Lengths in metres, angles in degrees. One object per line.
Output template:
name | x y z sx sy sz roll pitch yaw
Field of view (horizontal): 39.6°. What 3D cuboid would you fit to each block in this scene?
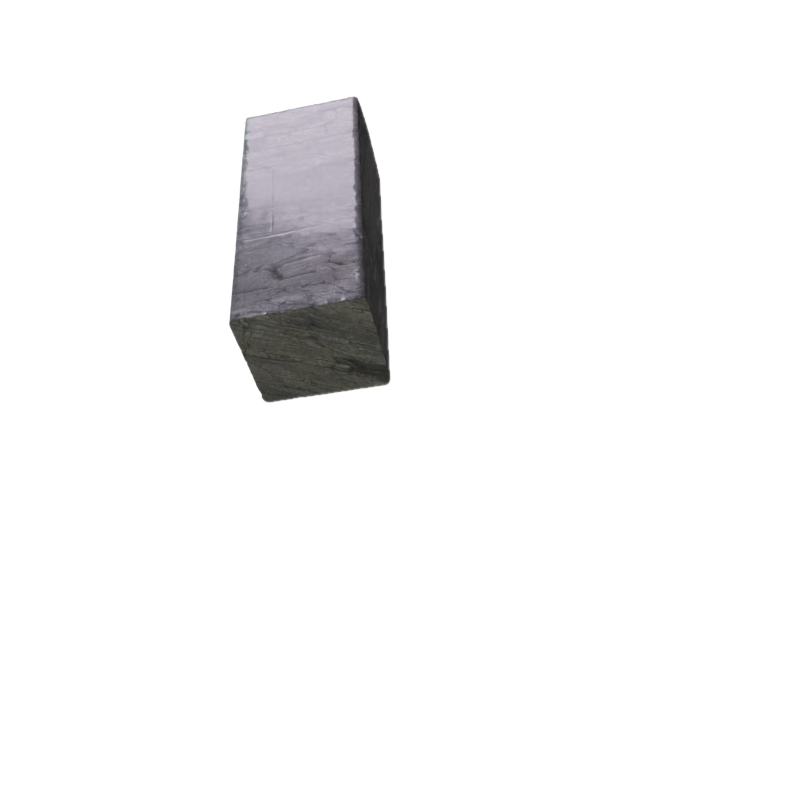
block | -0.061 -0.112 0.789 0.091 0.221 0.083 -10 -42 7
